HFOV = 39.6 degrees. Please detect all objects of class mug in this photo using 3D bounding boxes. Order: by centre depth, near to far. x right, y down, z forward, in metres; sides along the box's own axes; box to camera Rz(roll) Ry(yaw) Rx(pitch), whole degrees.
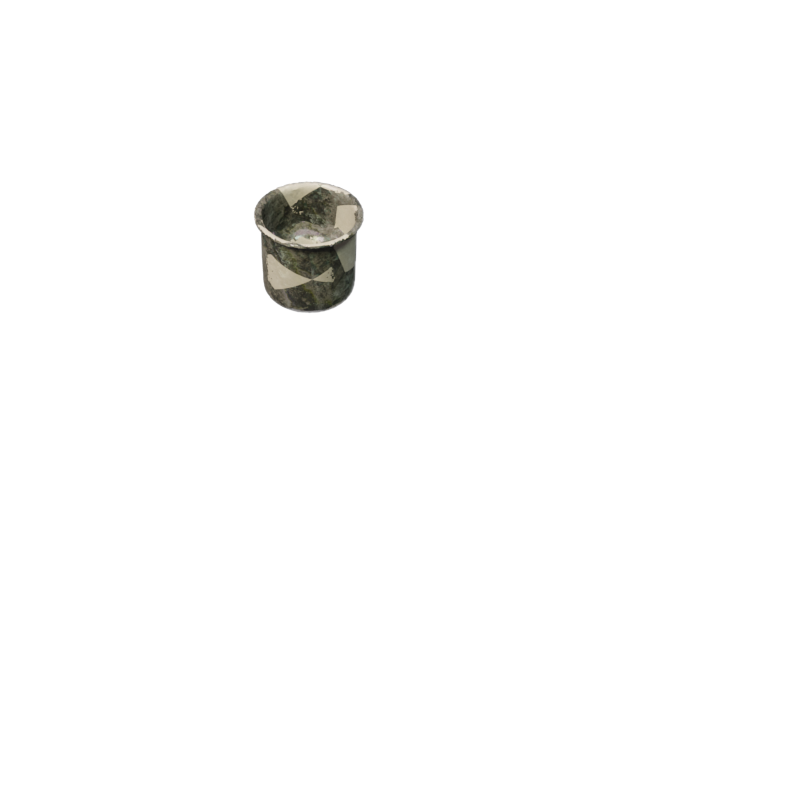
[{"bbox_3d":[-0.076,-0.139,0.970,0.095,0.076,0.123,11,44,11],"label":"mug"}]
